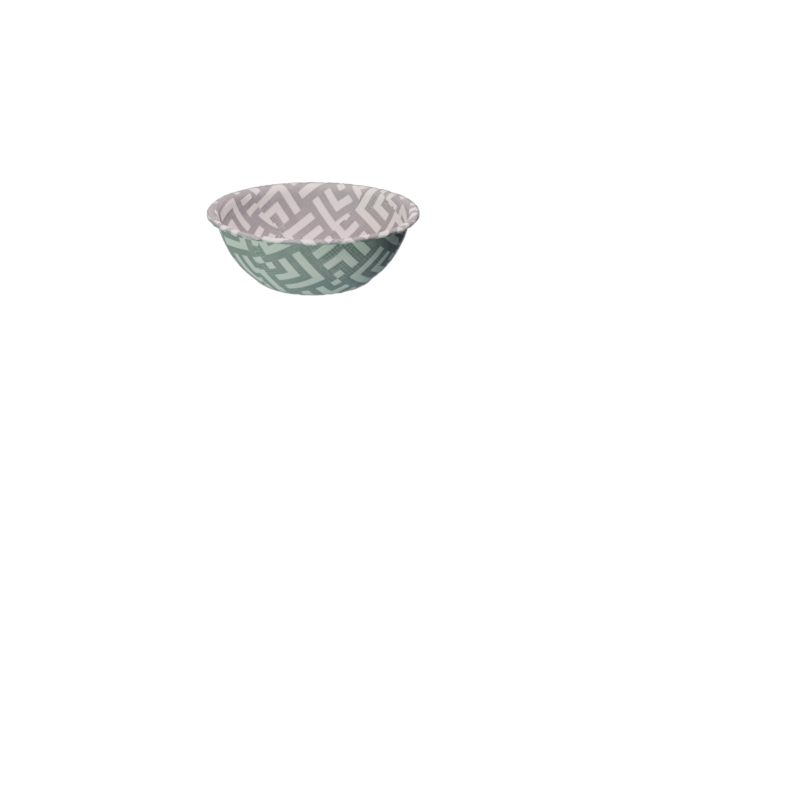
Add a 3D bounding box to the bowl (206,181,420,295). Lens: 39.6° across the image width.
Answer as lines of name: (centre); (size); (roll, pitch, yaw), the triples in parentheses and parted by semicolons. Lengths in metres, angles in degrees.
bowl: (-0.067, -0.121, 0.850); (0.162, 0.052, 0.170); (-1, 25, -2)
